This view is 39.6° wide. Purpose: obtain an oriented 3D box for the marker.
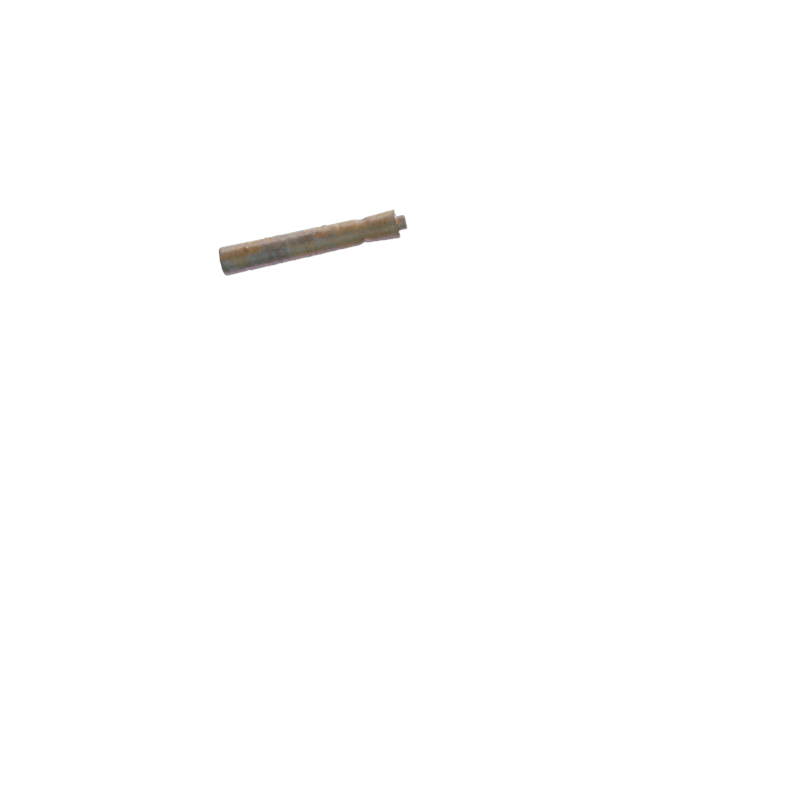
[{"bbox_3d":[-0.056,-0.101,0.710,0.121,0.020,0.020,-12,3,5],"label":"marker"}]
